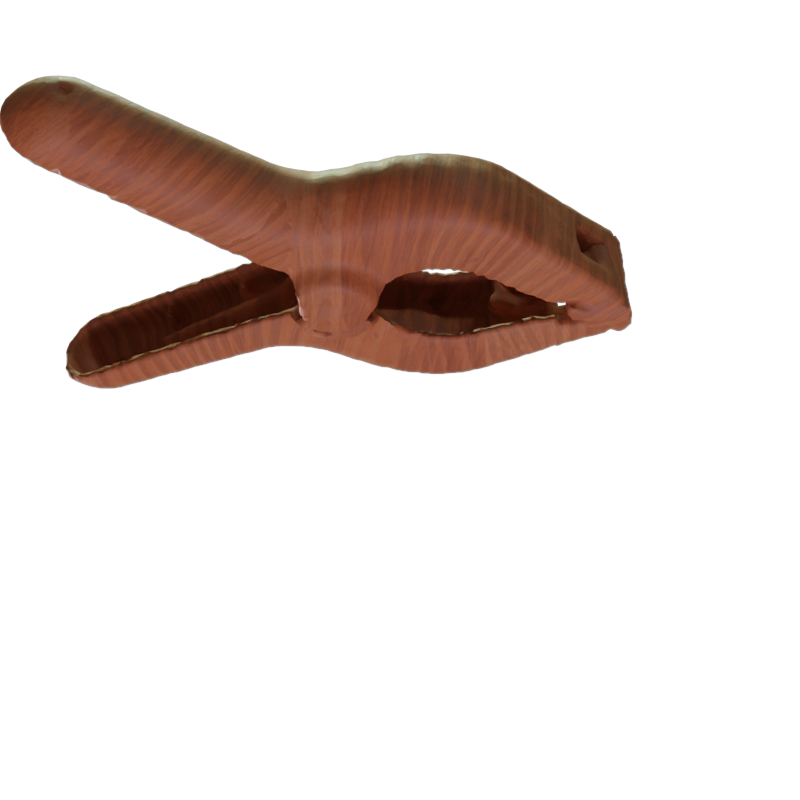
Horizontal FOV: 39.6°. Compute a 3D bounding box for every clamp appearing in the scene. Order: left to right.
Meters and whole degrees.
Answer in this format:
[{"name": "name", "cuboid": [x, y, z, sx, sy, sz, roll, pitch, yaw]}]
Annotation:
[{"name": "clamp", "cuboid": [-0.024, -0.043, 0.302, 0.172, 0.042, 0.112, -3, -29, 5]}]
